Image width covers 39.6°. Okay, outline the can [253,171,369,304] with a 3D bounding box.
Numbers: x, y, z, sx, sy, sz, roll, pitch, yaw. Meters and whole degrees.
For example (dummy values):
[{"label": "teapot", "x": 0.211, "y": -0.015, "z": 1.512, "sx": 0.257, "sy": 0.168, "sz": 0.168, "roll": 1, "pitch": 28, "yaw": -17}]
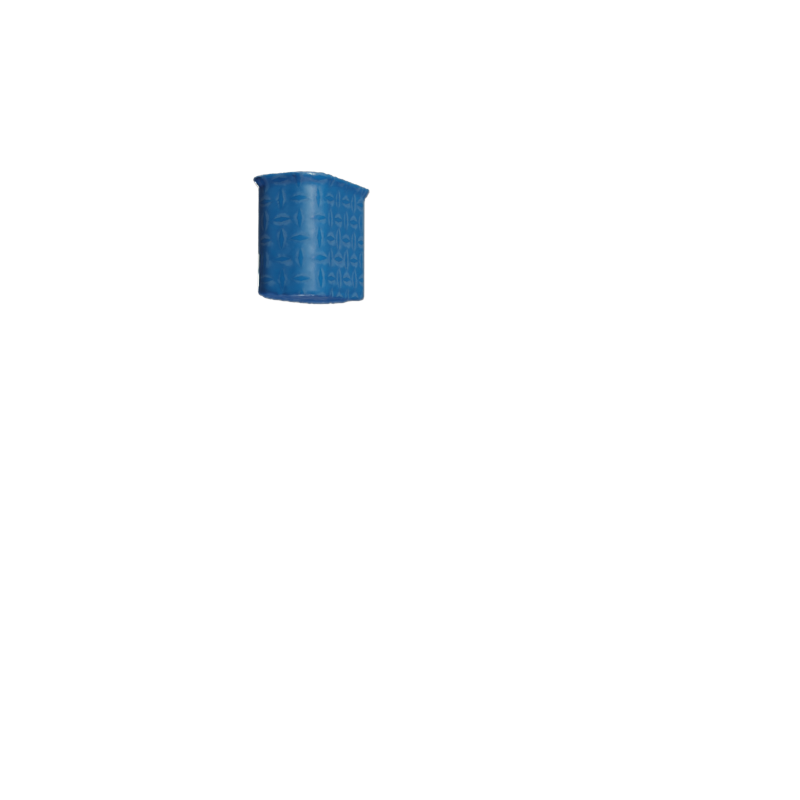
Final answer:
[{"label": "can", "x": -0.062, "y": -0.113, "z": 0.789, "sx": 0.059, "sy": 0.085, "sz": 0.098, "roll": -2, "pitch": -2, "yaw": 23}]
